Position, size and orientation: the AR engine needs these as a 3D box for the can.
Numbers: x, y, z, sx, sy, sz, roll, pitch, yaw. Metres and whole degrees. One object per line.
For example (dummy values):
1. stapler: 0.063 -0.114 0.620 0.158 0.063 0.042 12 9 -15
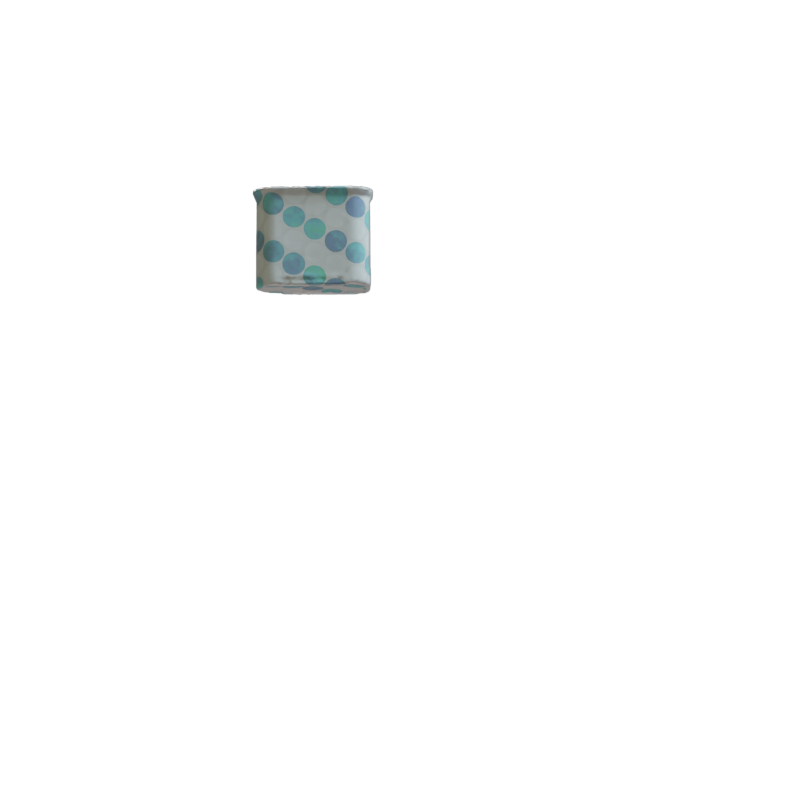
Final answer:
1. can: -0.074 -0.134 0.938 0.102 0.086 0.056 0 -9 0
